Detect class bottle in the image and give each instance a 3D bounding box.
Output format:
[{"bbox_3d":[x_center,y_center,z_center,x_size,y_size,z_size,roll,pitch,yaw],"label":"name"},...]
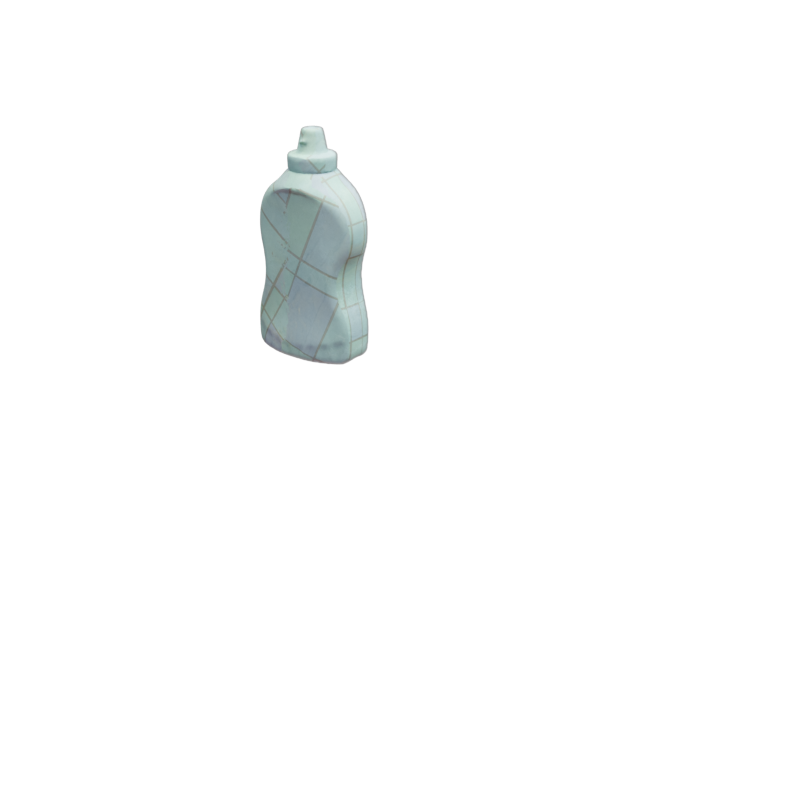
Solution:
[{"bbox_3d":[-0.072,-0.131,0.916,0.101,0.184,0.058,15,23,35],"label":"bottle"}]
